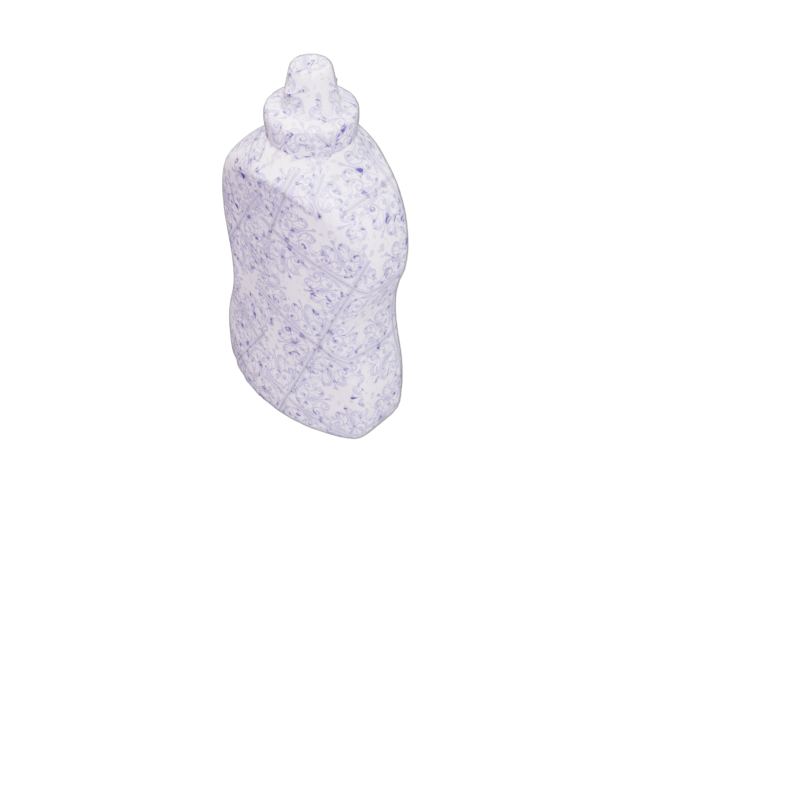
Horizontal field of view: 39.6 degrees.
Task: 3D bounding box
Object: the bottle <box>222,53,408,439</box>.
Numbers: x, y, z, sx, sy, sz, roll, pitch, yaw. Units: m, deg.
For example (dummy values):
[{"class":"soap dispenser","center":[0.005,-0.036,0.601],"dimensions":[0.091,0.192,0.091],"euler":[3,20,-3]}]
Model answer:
[{"class":"bottle","center":[-0.041,-0.073,0.515],"dimensions":[0.102,0.179,0.059],"euler":[35,52,29]}]
